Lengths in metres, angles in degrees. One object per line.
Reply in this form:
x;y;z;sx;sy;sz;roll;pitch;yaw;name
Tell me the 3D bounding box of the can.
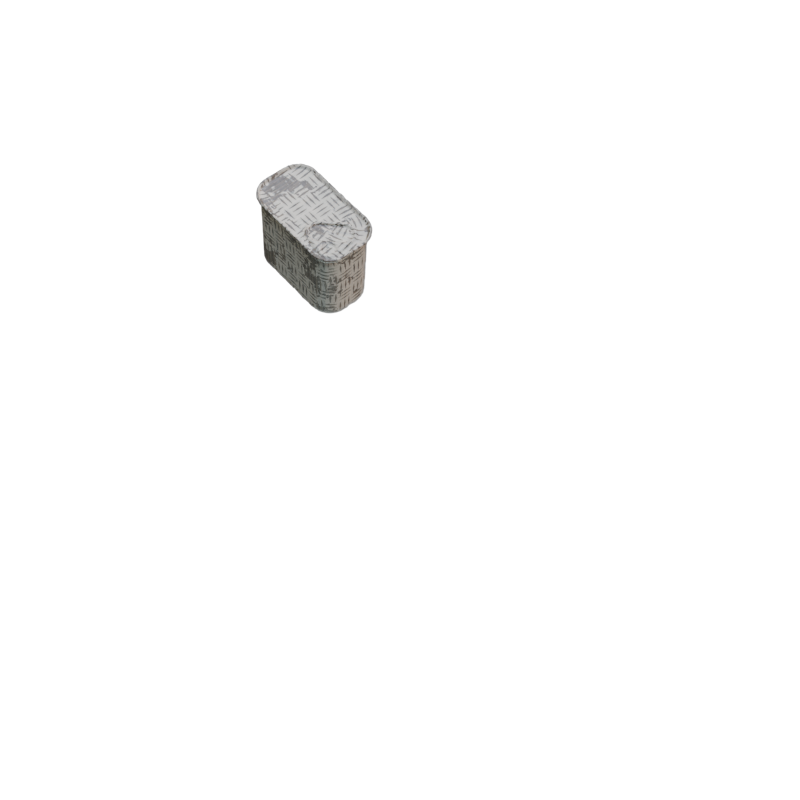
-0.072;-0.131;0.920;0.058;0.108;0.078;-34;-27;-22;can
